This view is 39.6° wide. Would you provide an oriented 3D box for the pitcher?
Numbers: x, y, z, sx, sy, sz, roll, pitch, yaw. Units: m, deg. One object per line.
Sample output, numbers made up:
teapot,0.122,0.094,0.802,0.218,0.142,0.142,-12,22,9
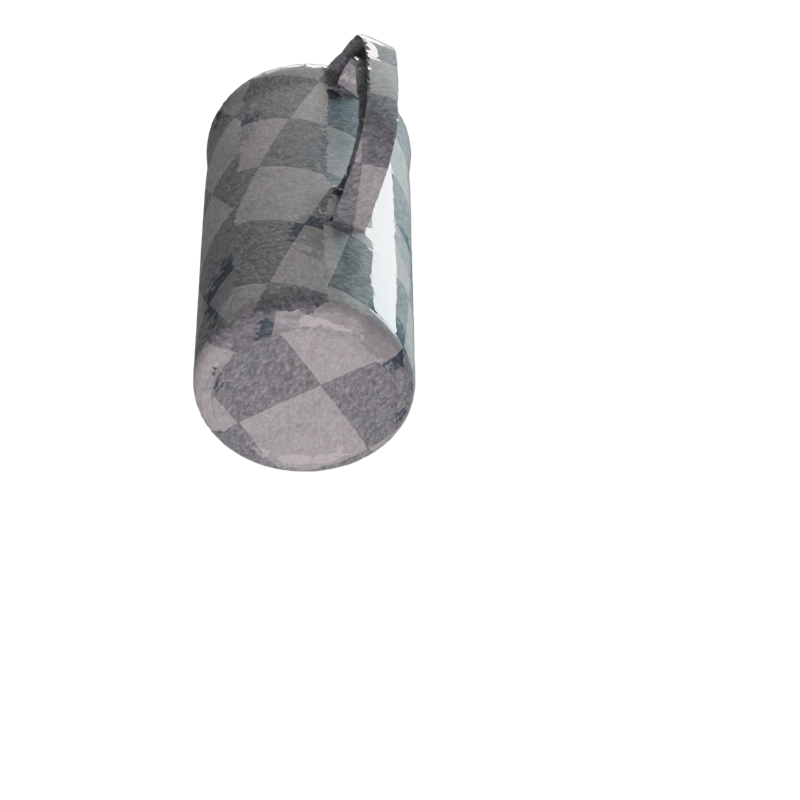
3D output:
pitcher,-0.049,-0.089,0.621,0.146,0.138,0.260,-16,38,9
